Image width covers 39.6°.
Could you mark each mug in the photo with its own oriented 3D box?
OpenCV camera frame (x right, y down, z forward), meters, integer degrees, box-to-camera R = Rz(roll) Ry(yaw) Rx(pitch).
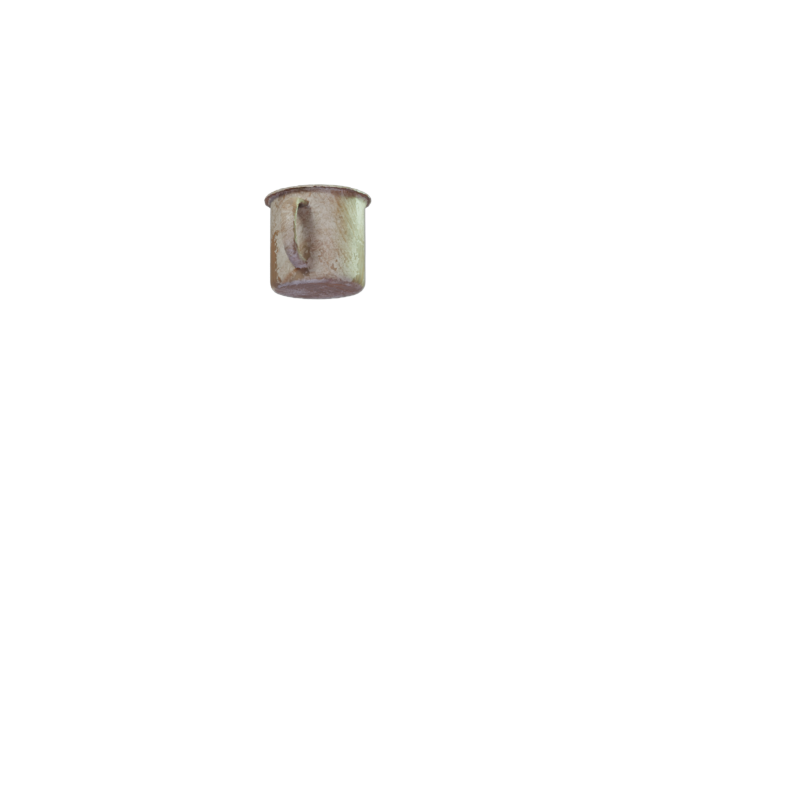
[{"bbox_3d":[-0.074,-0.134,0.940,0.095,0.084,0.112,-3,-10,15],"label":"mug"}]
